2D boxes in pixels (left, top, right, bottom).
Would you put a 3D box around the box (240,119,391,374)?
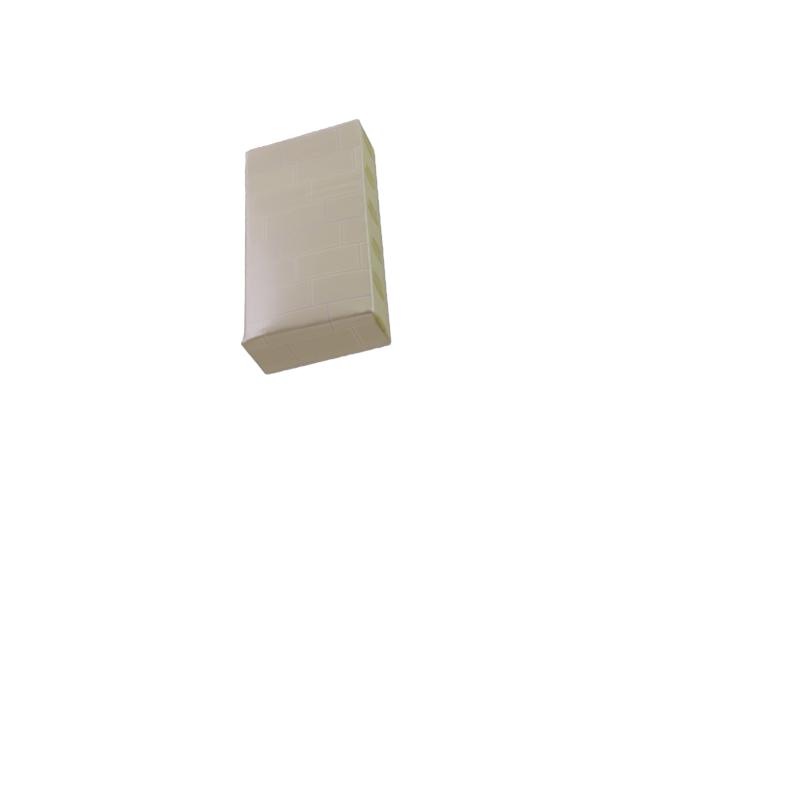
[{"bbox_3d":[-0.060,-0.110,0.771,0.094,0.189,0.044,-14,-39,14],"label":"box"}]
